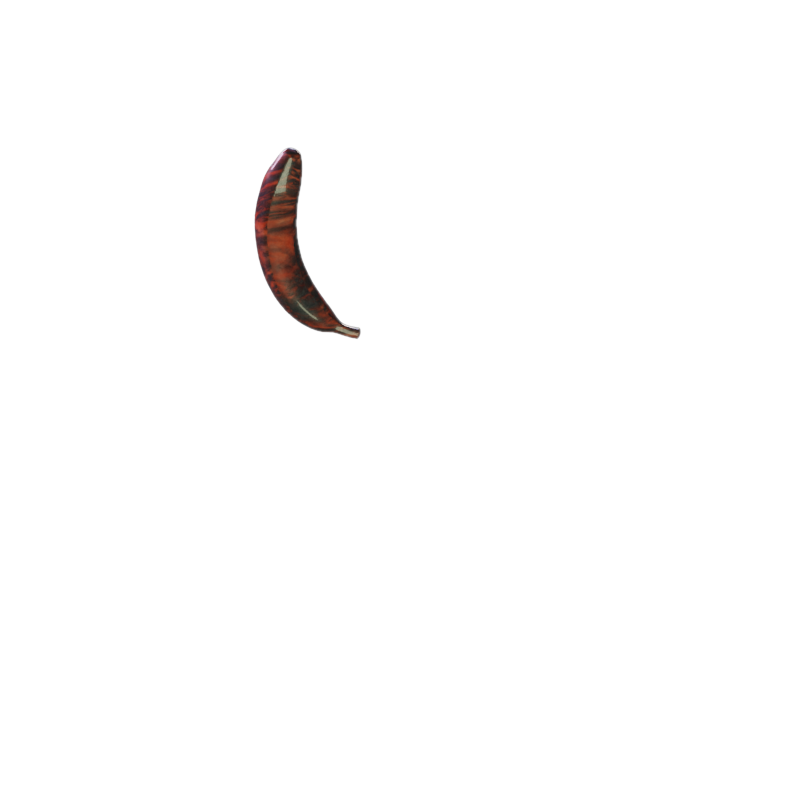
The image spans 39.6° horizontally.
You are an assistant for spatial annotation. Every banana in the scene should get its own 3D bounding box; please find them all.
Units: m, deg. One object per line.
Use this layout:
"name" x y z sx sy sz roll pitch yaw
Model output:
"banana" -0.094 -0.134 0.994 0.070 0.185 0.039 -15 30 8
